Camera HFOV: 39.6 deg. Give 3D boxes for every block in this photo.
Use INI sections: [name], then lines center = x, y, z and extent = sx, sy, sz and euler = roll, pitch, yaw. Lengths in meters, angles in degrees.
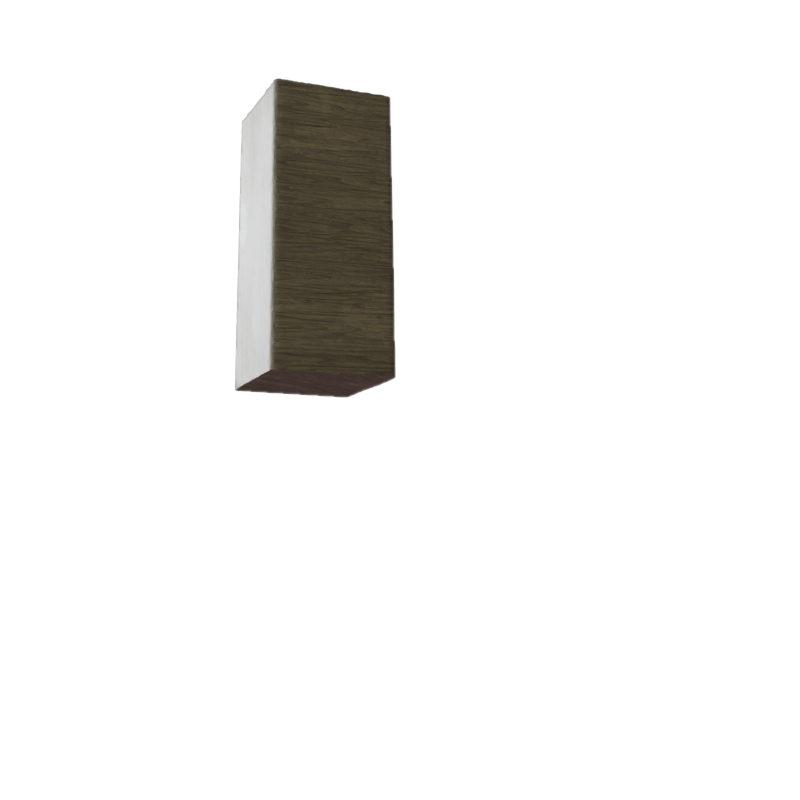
[block]
center = -0.062, -0.113, 0.795
extent = 0.088, 0.214, 0.089
euler = 5, -17, -22
